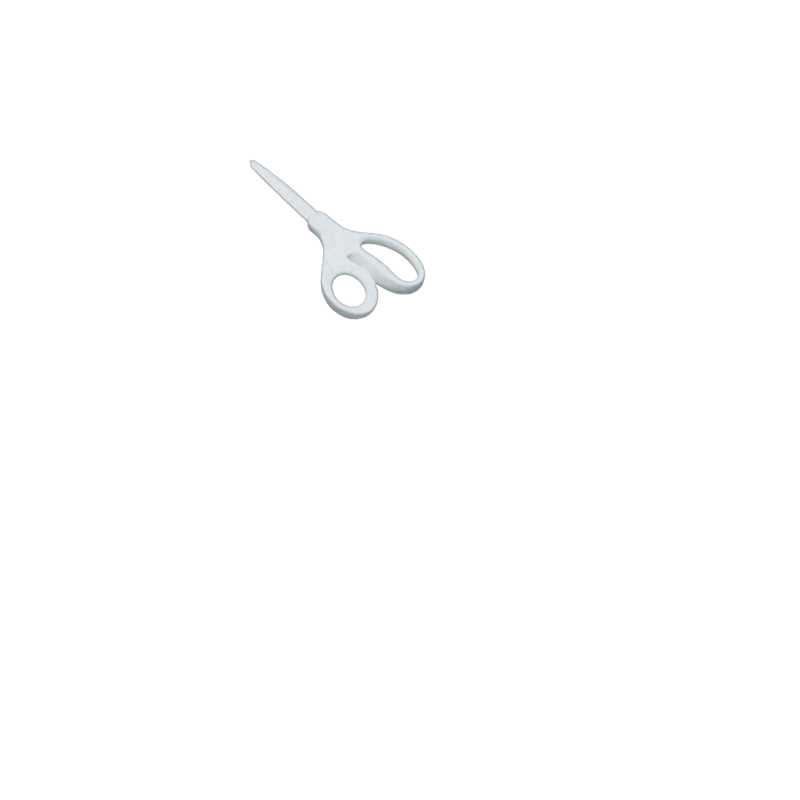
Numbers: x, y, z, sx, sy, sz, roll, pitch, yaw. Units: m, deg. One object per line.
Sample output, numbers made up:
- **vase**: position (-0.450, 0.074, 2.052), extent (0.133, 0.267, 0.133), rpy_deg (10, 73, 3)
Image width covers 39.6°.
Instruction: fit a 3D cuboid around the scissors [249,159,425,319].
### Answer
- **scissors**: position (-0.075, -0.137, 0.957), extent (0.211, 0.099, 0.015), rpy_deg (29, -30, 19)
